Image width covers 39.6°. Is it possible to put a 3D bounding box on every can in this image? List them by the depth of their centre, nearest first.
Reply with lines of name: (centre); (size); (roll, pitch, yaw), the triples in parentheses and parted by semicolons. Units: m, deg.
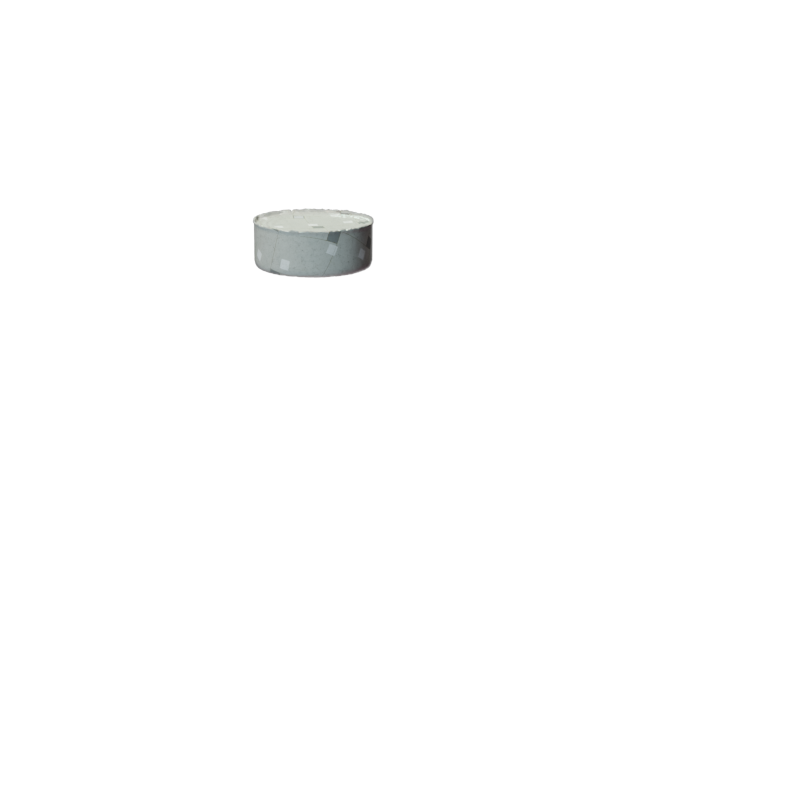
can: (-0.062, -0.113, 0.789); (0.086, 0.032, 0.089); (-1, 19, -2)
